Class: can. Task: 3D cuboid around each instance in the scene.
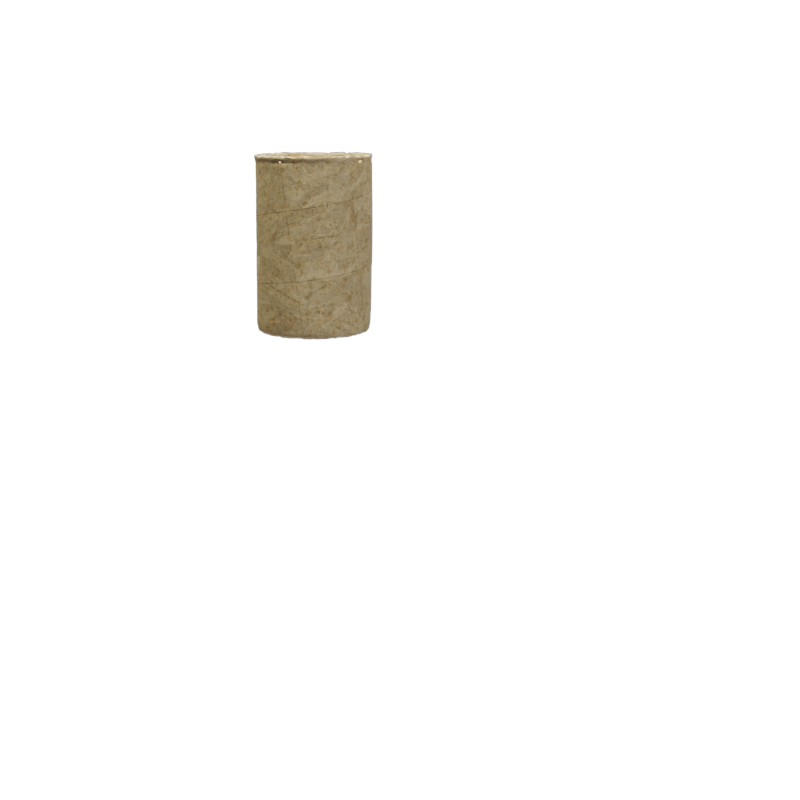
[{"bbox_3d":[-0.050,-0.092,0.641,0.068,0.100,0.070,0,10,-2],"label":"can"}]
